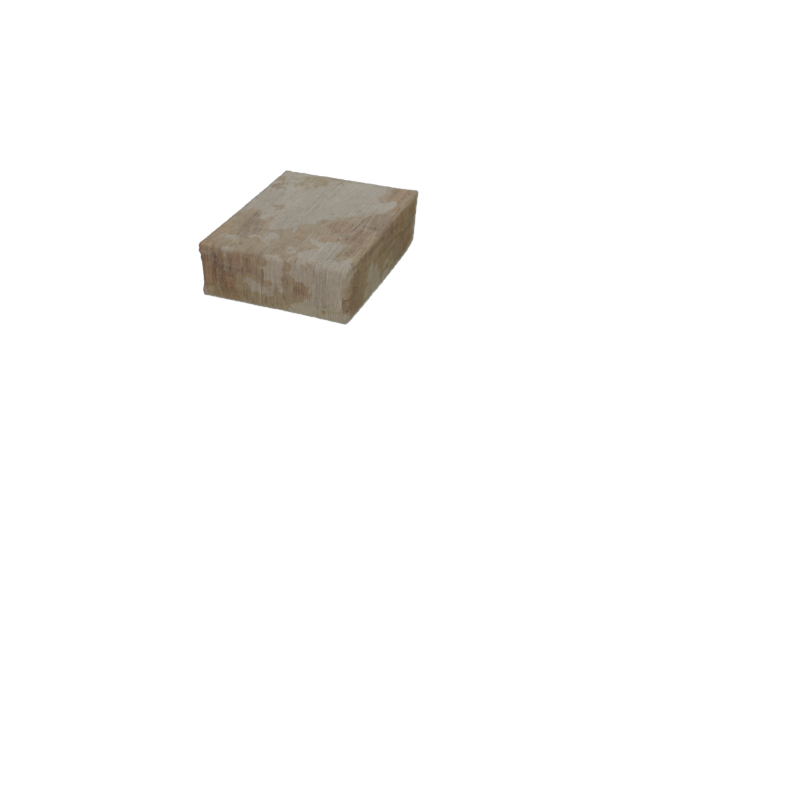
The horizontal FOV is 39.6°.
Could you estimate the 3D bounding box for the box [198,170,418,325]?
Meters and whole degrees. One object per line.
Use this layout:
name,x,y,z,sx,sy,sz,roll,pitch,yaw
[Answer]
box,-0.050,-0.091,0.640,0.093,0.037,0.116,12,33,19
